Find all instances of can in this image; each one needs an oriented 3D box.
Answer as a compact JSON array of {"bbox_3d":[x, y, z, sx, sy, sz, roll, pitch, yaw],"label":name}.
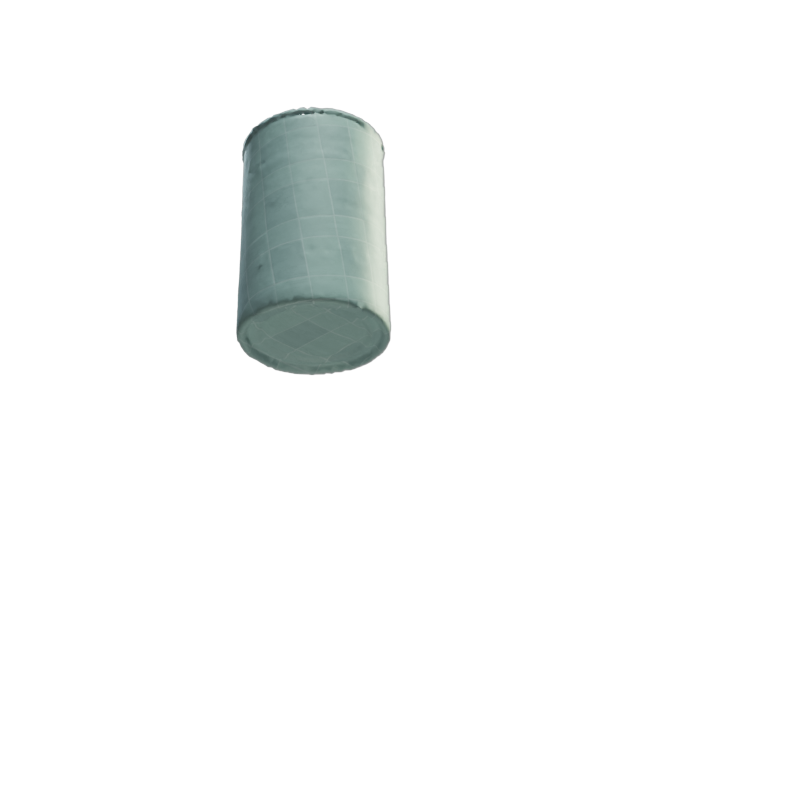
[{"bbox_3d":[-0.039,-0.071,0.500,0.068,0.109,0.064,-1,-31,-2],"label":"can"}]
